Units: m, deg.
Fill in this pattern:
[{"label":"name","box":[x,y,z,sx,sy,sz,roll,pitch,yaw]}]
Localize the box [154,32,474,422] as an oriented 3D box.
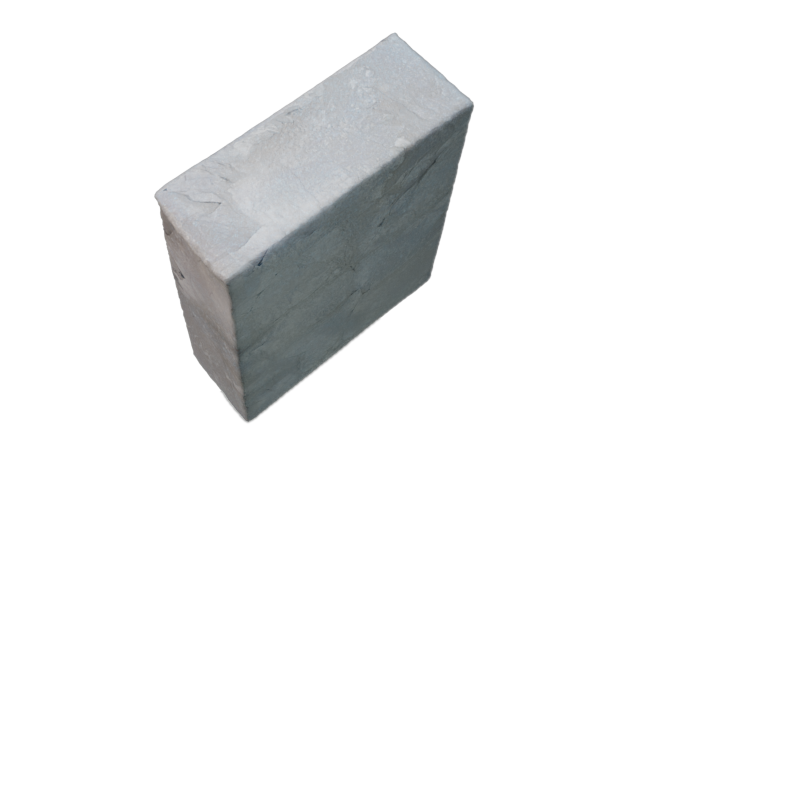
[{"label":"box","box":[-0.051,-0.093,0.650,0.165,0.075,0.203,-39,-14,-17]}]
